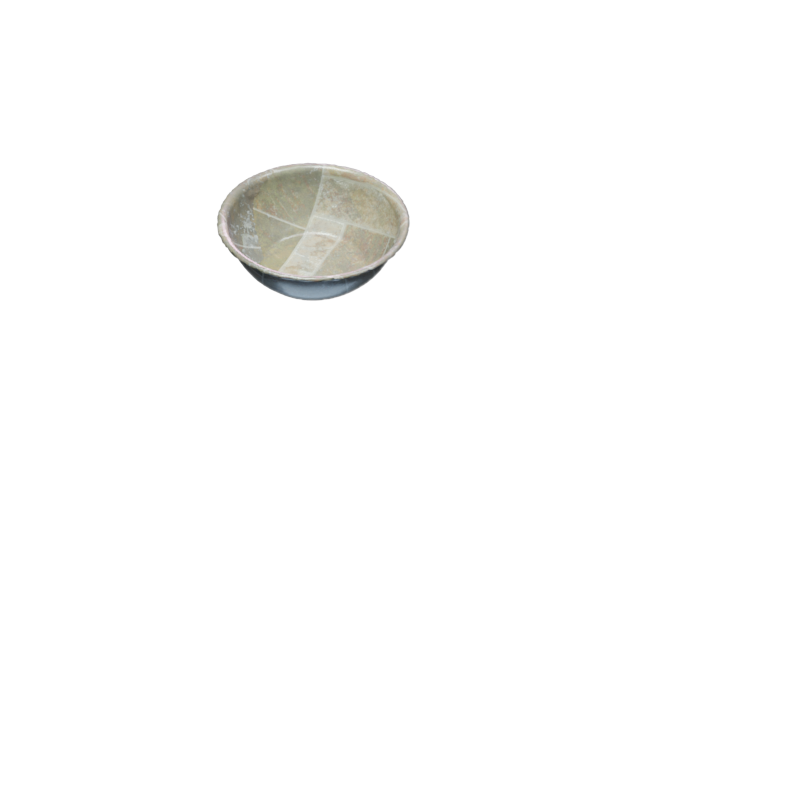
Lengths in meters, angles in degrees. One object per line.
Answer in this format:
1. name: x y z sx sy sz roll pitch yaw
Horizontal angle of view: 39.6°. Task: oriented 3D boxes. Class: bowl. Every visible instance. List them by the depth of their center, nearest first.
1. bowl: -0.074 -0.135 0.944 0.162 0.051 0.174 -1 43 -1
